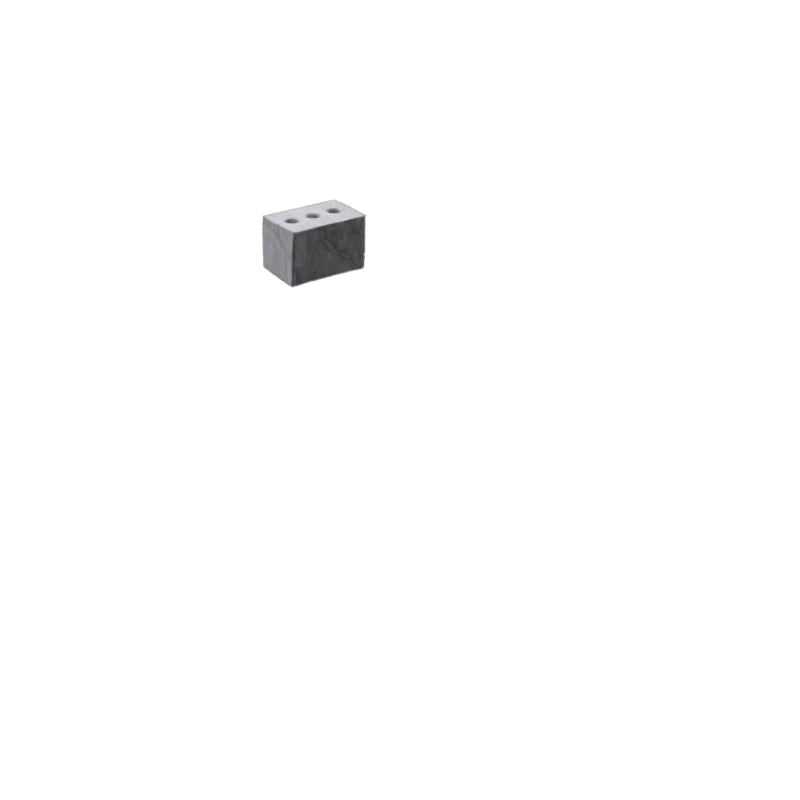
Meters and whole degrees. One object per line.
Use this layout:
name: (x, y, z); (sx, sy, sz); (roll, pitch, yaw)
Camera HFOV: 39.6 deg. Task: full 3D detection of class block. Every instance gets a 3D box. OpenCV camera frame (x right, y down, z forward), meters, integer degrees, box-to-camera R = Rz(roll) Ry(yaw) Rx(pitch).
block: (-0.076, -0.139, 0.976); (0.077, 0.048, 0.056); (-18, 33, -32)
